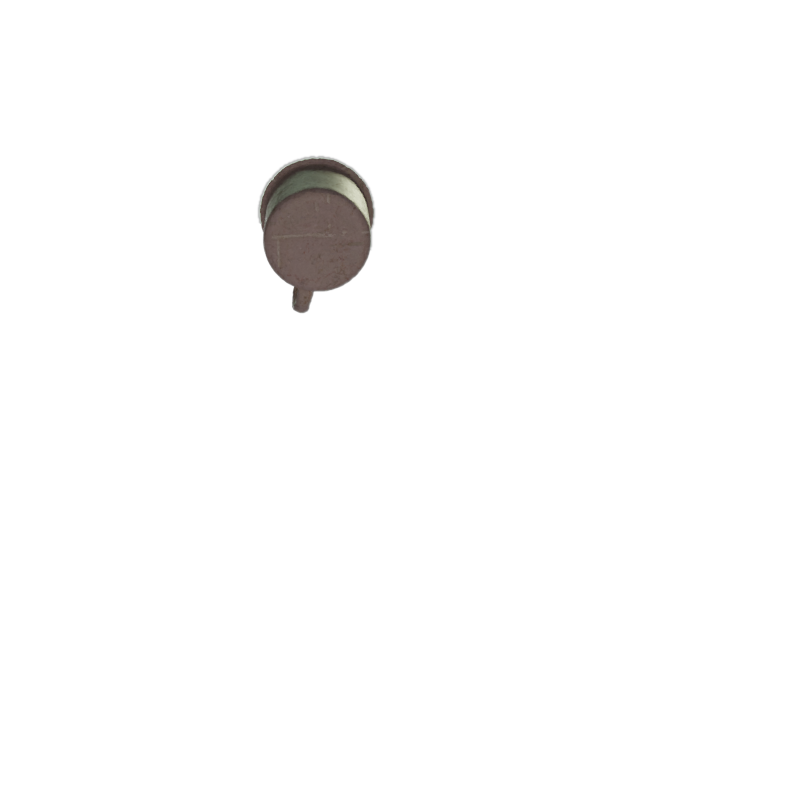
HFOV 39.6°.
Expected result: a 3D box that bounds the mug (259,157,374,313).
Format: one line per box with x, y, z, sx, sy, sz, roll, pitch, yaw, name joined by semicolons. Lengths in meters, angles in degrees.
-0.068;-0.123;0.864;0.092;0.113;0.085;14;20;-7;mug
